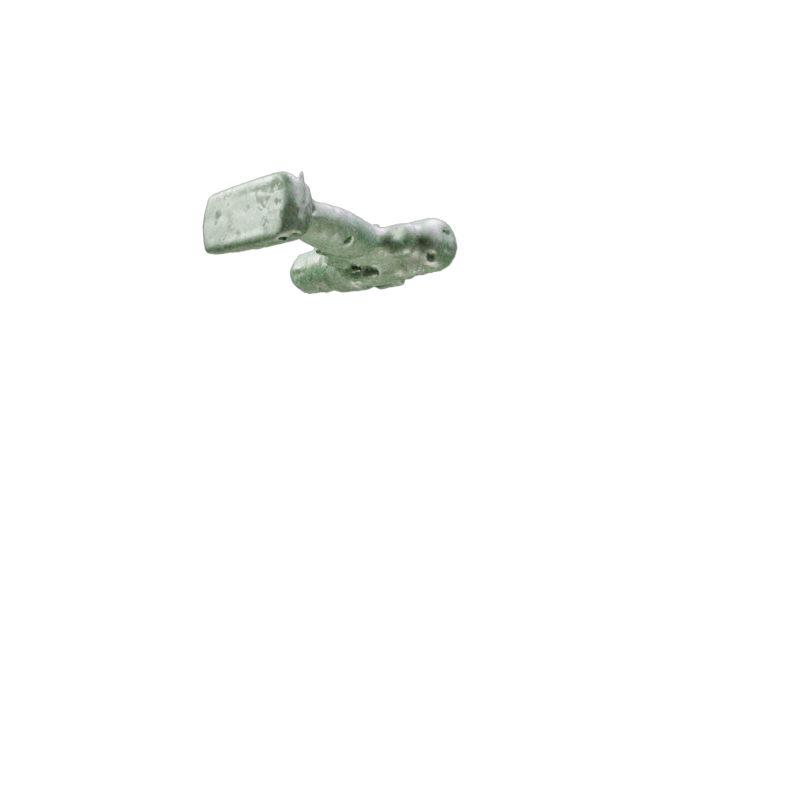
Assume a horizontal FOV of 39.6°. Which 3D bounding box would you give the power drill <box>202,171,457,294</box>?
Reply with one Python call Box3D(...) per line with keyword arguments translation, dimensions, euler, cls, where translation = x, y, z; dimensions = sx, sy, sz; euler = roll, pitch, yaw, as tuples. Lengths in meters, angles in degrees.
Box3D(translation=(-0.074, -0.135, 0.945), dimensions=(0.188, 0.059, 0.178), euler=(-9, -13, 42), cls="power drill")
